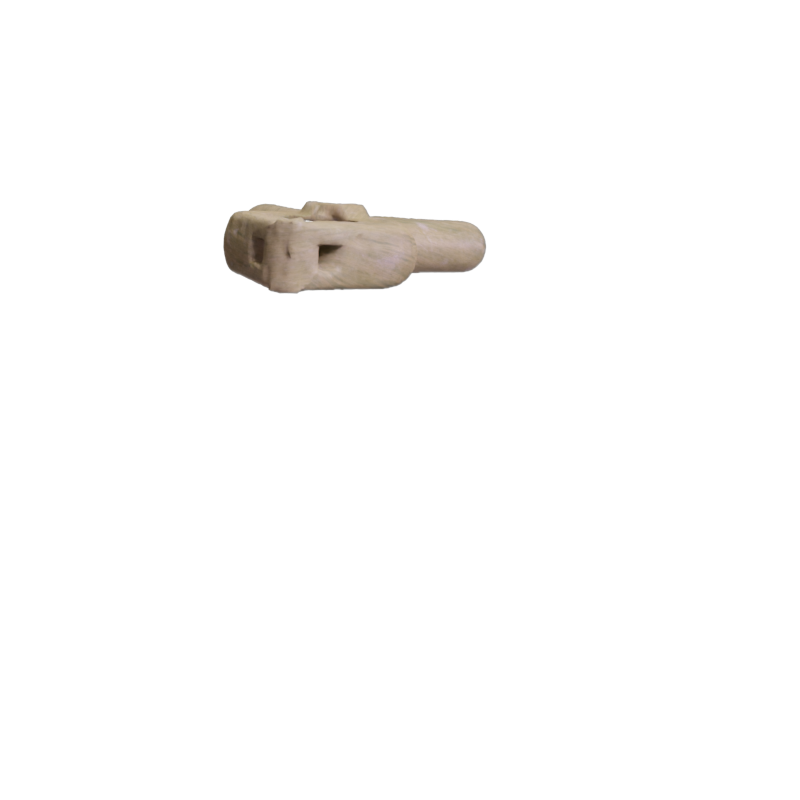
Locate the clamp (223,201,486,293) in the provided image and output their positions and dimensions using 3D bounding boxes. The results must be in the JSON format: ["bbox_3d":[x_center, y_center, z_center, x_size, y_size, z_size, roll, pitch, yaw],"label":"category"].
[{"bbox_3d":[-0.038,-0.069,0.486,0.123,0.039,0.168,2,8,19],"label":"clamp"}]
